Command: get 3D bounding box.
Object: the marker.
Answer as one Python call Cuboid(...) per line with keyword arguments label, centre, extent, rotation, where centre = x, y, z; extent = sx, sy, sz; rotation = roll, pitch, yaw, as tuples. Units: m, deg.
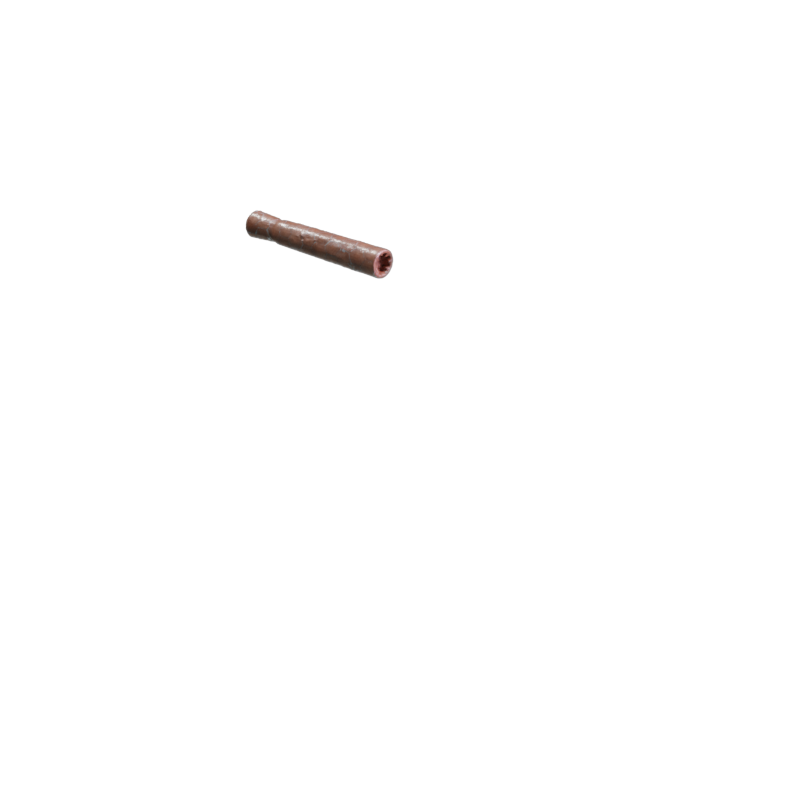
Cuboid(label="marker", centre=(-0.056, -0.102, 0.712), extent=(0.128, 0.019, 0.019), rotation=(23, 18, 39))
